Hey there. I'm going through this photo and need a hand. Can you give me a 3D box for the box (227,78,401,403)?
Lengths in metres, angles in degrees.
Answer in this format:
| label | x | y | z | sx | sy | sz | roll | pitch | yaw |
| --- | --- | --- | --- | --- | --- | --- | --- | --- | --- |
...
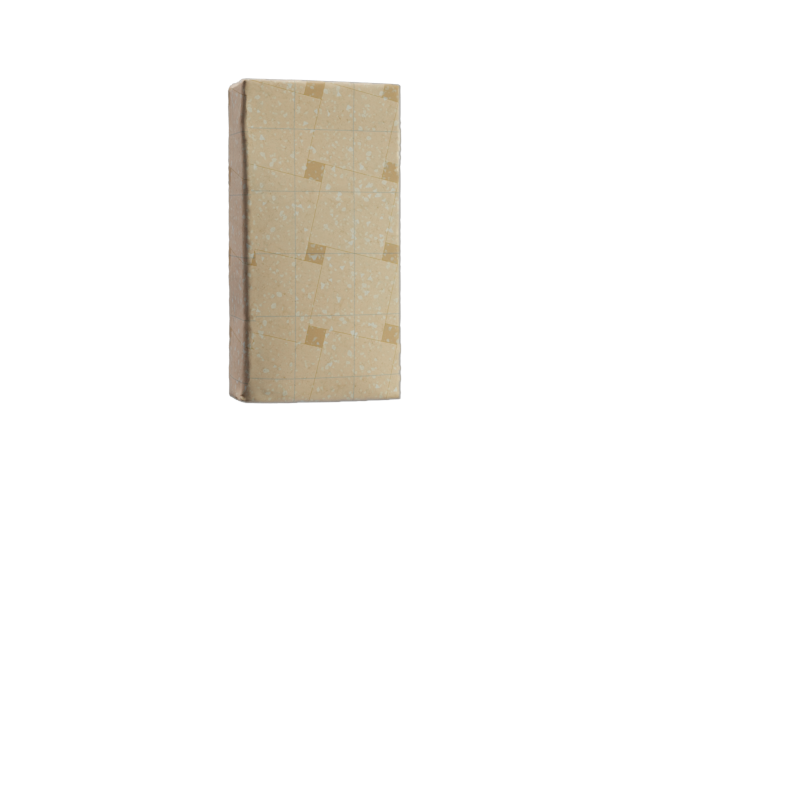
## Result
| label | x | y | z | sx | sy | sz | roll | pitch | yaw |
| --- | --- | --- | --- | --- | --- | --- | --- | --- | --- |
| box | -0.048 | -0.088 | 0.619 | 0.091 | 0.177 | 0.049 | 0 | -1 | -18 |
